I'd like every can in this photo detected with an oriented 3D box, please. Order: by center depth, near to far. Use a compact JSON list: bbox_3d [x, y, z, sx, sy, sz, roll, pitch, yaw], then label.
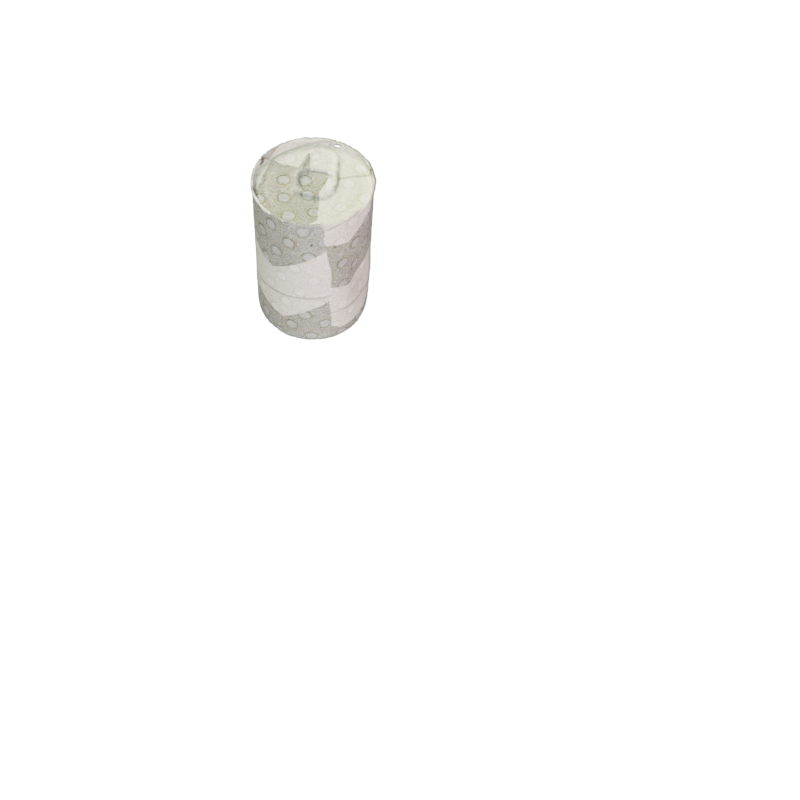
[{"bbox_3d":[-0.050,-0.091,0.636,0.068,0.073,0.095,0,-37,-3],"label":"can"}]
